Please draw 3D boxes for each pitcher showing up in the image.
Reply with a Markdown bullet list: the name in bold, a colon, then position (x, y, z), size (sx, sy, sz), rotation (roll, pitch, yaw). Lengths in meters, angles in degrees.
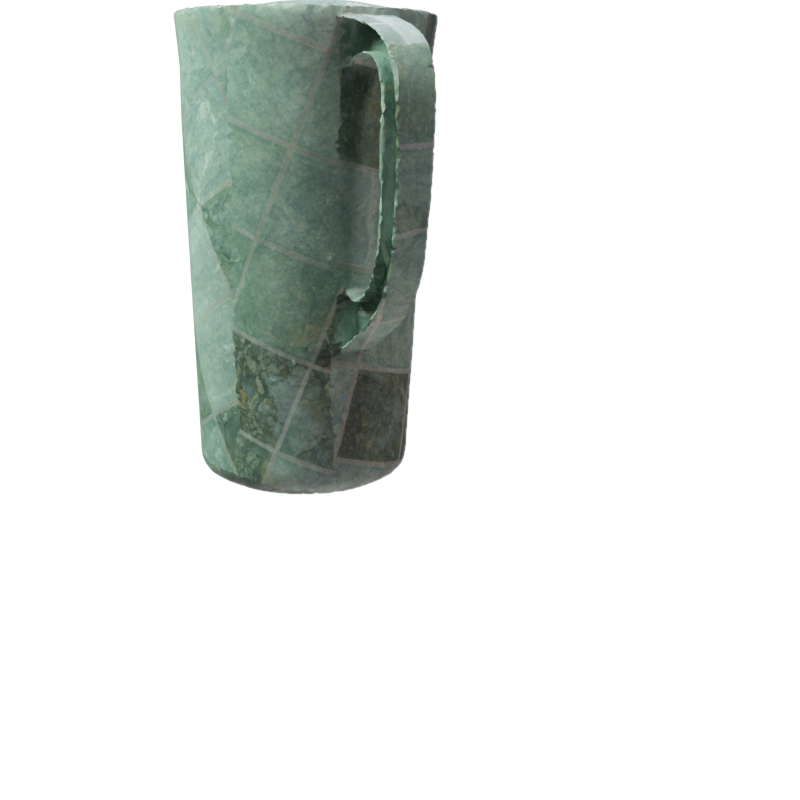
- **pitcher**: position (-0.044, -0.081, 0.564), size (0.148, 0.239, 0.149), rotation (3, 9, 13)
